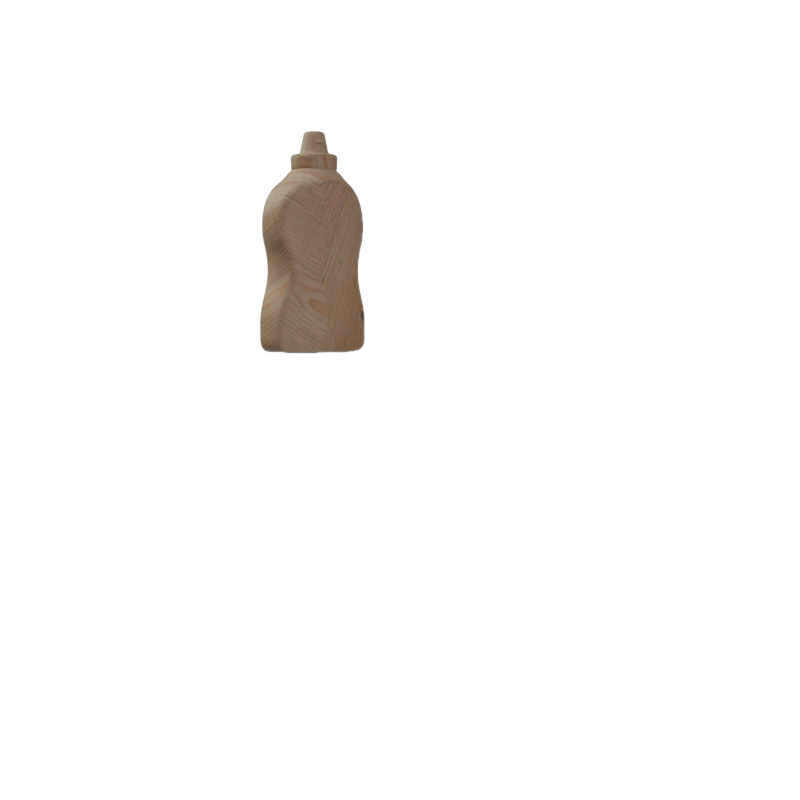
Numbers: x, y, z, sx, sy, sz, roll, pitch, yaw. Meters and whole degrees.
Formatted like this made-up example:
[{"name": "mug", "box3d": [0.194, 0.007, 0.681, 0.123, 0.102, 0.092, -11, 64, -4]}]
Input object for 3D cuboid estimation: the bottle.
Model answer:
[{"name": "bottle", "box3d": [-0.075, -0.138, 0.966, 0.092, 0.193, 0.060, 1, -3, -37]}]
